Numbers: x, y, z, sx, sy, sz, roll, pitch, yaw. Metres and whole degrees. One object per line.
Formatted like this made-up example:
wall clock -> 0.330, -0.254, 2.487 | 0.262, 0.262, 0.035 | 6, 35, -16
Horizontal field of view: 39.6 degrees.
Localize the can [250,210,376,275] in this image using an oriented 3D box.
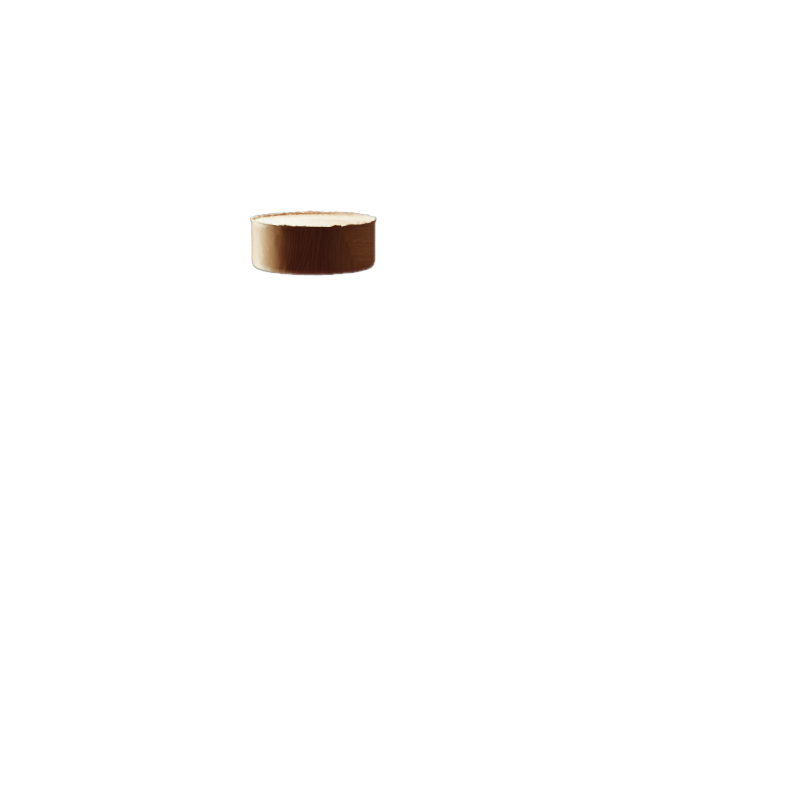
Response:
can -> -0.059, -0.107, 0.752 | 0.086, 0.033, 0.088 | 0, 15, -2
